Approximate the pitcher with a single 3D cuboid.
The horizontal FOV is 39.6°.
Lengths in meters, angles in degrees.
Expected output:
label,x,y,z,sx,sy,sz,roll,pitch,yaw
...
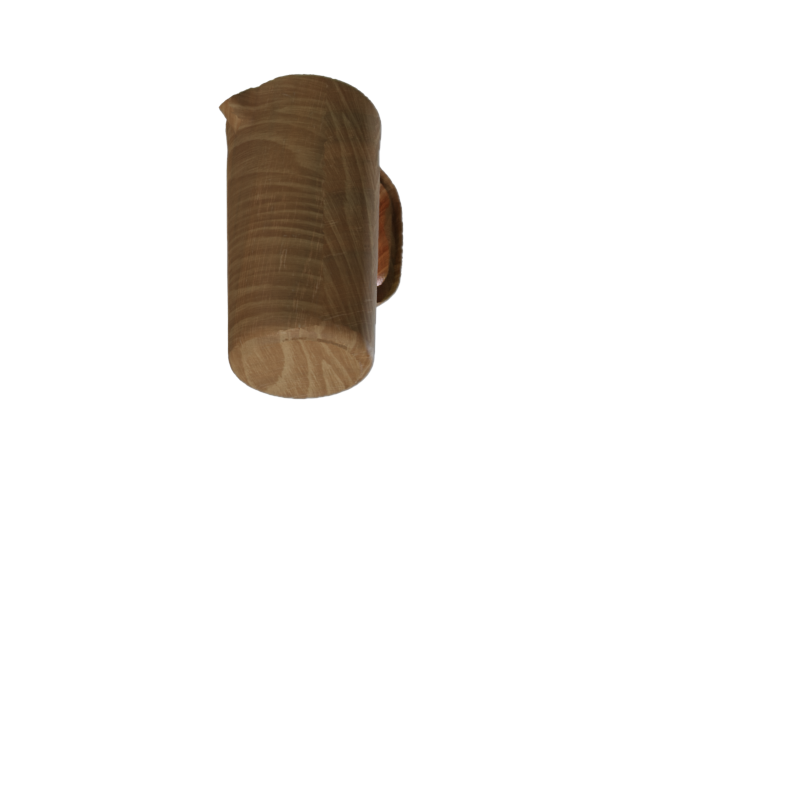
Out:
label,x,y,z,sx,sy,sz,roll,pitch,yaw
pitcher,-0.069,-0.126,0.882,0.149,0.260,0.135,-2,-33,0
